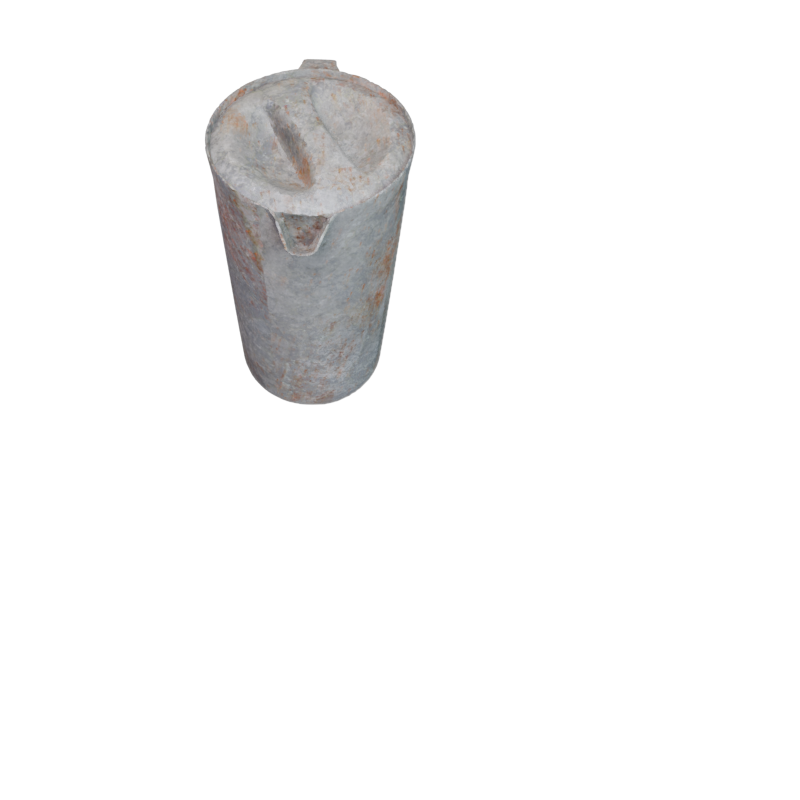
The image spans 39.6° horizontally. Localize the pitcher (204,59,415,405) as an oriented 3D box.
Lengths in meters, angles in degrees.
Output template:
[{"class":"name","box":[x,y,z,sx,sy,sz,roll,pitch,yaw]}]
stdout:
[{"class":"pitcher","box":[-0.062,-0.113,0.793,0.150,0.154,0.227,-37,-27,-26]}]
